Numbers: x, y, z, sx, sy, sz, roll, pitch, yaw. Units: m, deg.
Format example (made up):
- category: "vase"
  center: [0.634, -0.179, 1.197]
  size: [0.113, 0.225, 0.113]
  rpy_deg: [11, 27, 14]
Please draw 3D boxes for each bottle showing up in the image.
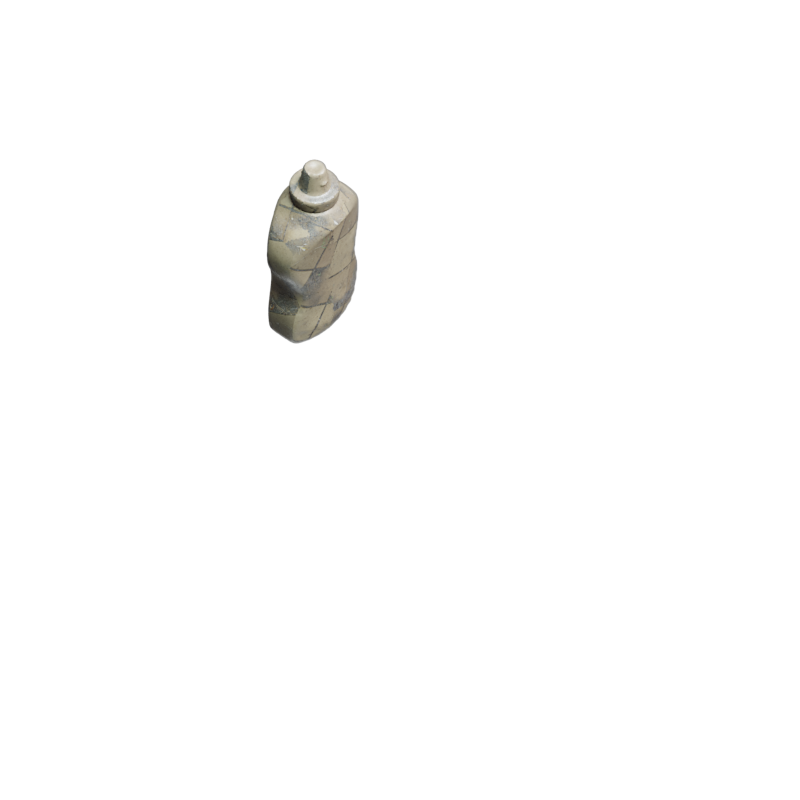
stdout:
- category: "bottle"
  center: [-0.074, -0.135, 0.944]
  size: [0.061, 0.098, 0.179]
  rpy_deg: [34, -29, 17]
